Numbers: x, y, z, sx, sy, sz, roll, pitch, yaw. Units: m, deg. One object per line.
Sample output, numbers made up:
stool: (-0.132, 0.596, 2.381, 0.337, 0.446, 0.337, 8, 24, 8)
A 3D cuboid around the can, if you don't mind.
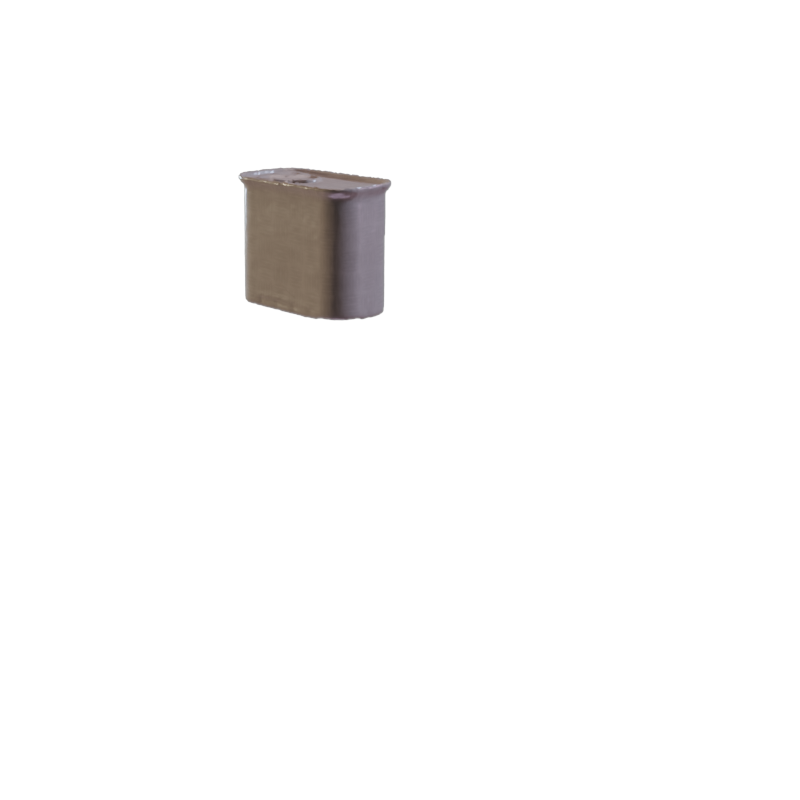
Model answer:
can: (-0.055, -0.101, 0.707, 0.108, 0.081, 0.056, 15, 20, 41)
